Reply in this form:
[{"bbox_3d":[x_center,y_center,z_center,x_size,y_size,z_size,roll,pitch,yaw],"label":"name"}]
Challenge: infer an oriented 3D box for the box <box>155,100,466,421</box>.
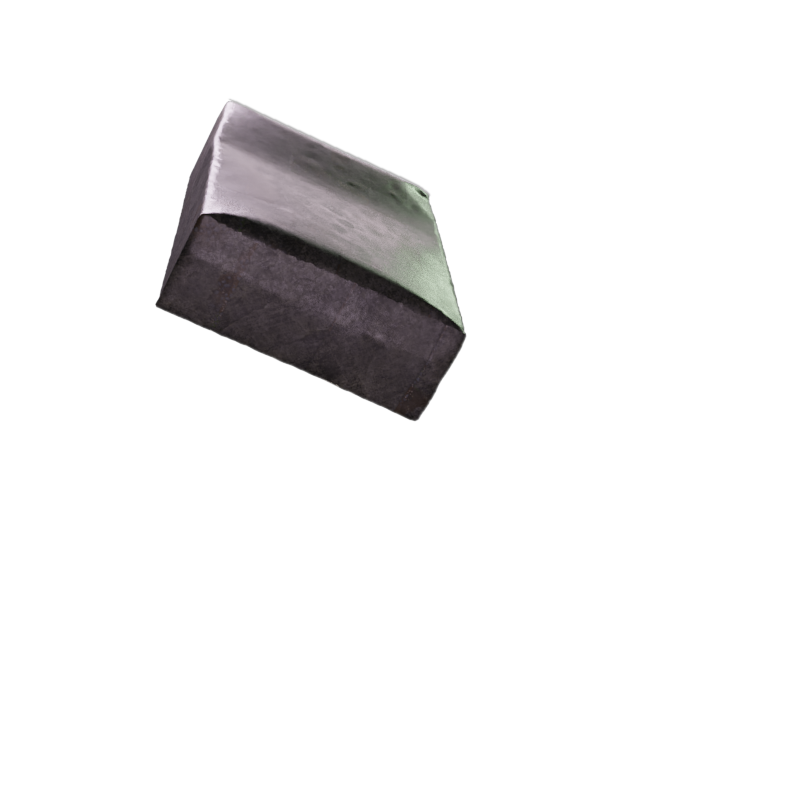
[{"bbox_3d":[-0.054,-0.099,0.692,0.160,0.070,0.227,23,26,-15],"label":"box"}]
